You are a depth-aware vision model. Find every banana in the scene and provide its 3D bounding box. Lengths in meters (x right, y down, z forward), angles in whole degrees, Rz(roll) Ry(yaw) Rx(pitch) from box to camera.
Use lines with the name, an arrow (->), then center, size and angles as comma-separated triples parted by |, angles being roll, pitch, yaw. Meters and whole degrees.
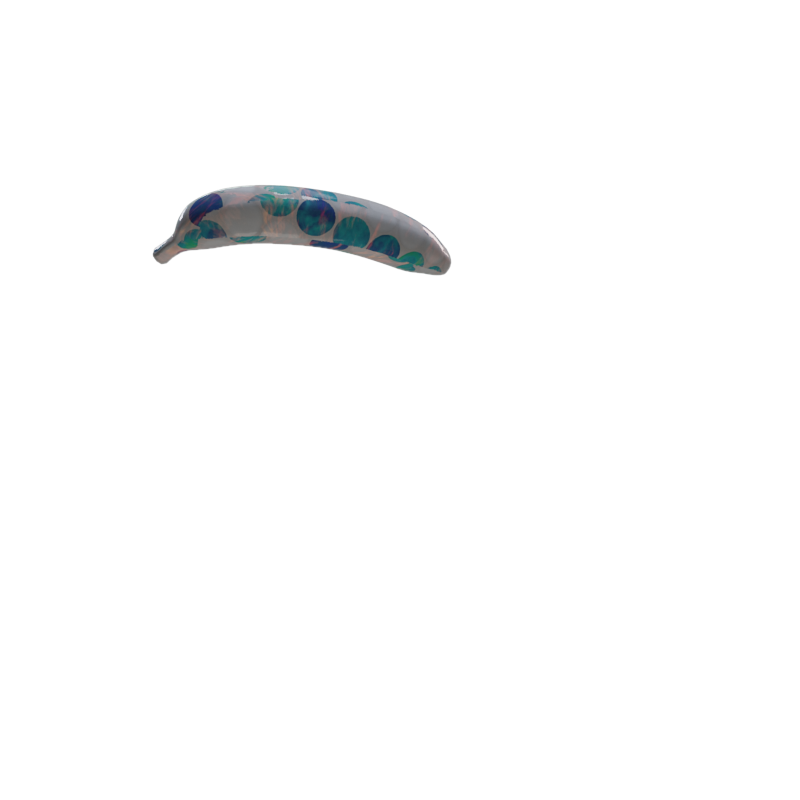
banana -> -0.056, -0.109, 0.707 | 0.195, 0.039, 0.067 | 3, -19, -10
